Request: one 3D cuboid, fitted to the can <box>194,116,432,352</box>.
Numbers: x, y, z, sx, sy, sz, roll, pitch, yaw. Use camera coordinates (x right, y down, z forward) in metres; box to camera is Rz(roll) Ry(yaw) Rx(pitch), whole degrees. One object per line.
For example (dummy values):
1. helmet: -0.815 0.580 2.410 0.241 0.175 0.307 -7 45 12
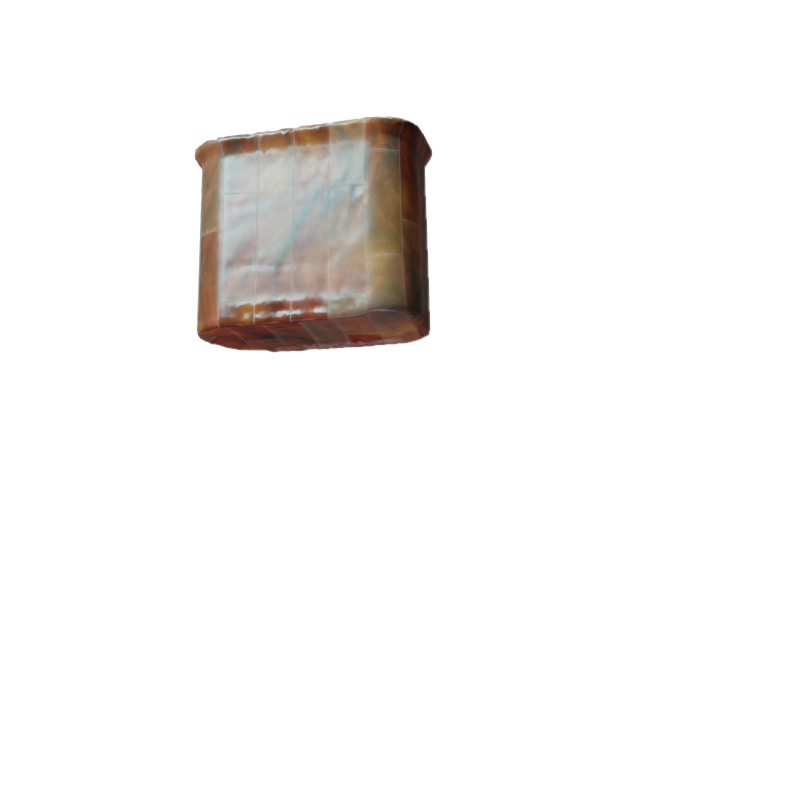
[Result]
1. can: -0.037 -0.068 0.476 0.104 0.087 0.054 -4 -16 15
